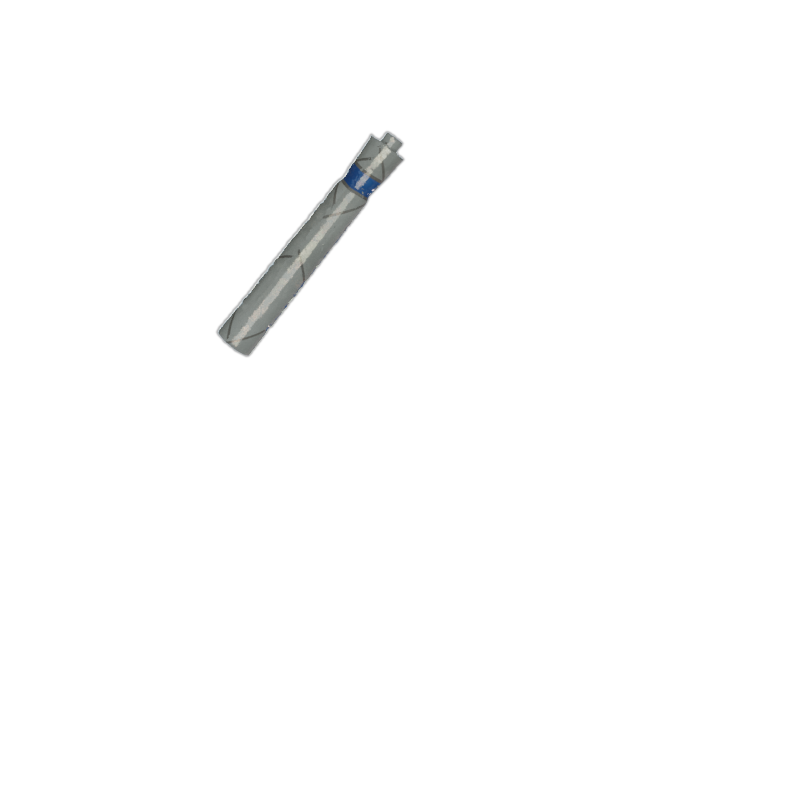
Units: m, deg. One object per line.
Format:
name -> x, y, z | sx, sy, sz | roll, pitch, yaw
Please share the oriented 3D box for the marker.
marker -> -0.040, -0.073, 0.508 | 0.019, 0.120, 0.020 | 38, 4, -7
